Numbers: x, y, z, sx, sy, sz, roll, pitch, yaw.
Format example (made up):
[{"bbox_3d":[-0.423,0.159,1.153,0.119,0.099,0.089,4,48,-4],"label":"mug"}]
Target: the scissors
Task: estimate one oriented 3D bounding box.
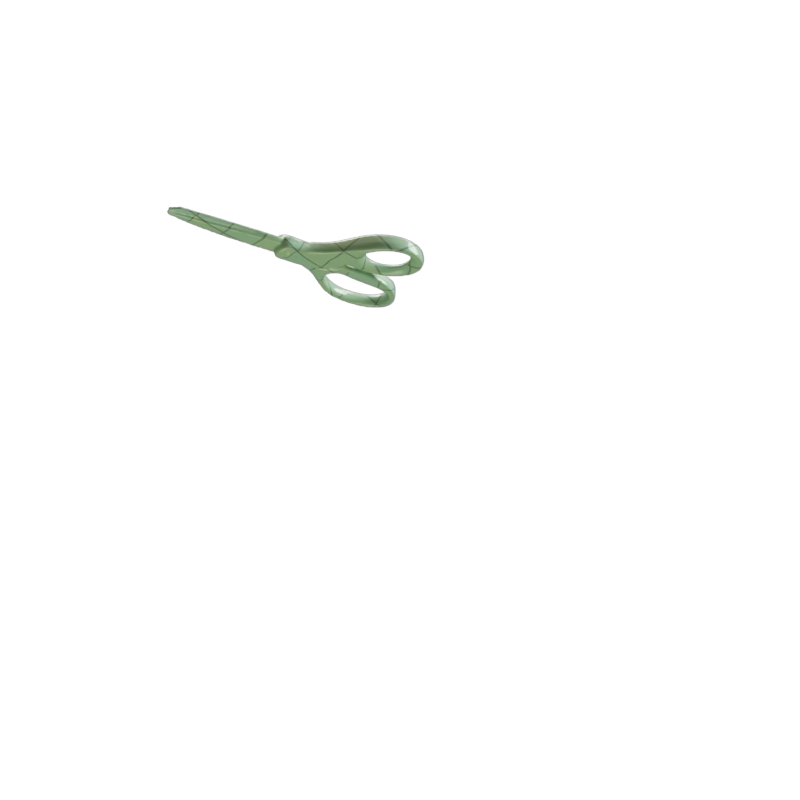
[{"bbox_3d":[-0.064,-0.117,0.819,0.096,0.017,0.189,-24,-36,37],"label":"scissors"}]
